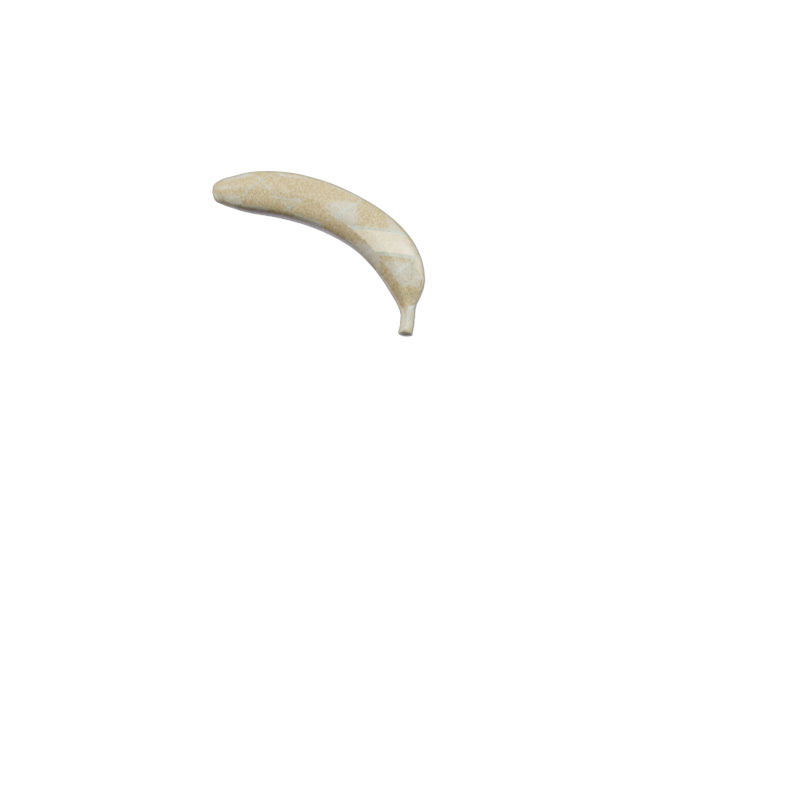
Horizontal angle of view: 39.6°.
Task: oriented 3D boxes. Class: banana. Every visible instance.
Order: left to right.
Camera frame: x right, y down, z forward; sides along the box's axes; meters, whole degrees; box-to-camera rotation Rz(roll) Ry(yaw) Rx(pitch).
[{"bbox_3d":[-0.052,-0.132,0.851,0.206,0.071,0.034,36,-23,18],"label":"banana"}]
